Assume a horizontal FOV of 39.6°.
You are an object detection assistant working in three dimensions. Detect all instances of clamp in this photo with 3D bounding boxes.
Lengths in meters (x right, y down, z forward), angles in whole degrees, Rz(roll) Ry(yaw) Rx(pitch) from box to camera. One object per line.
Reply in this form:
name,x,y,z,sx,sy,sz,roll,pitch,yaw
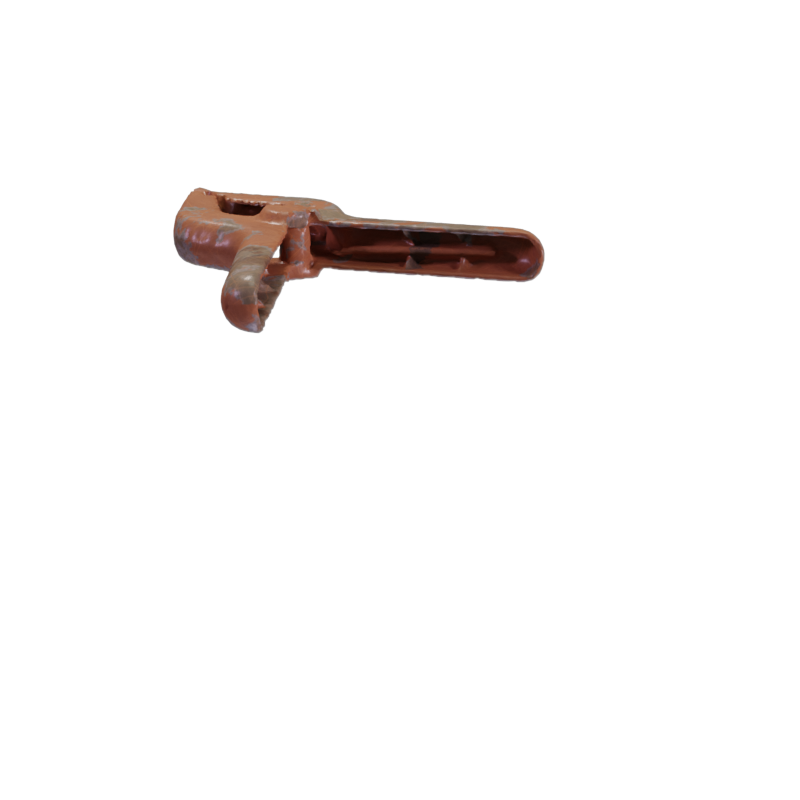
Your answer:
clamp,-0.044,-0.080,0.559,0.161,0.035,0.223,-10,21,-26
